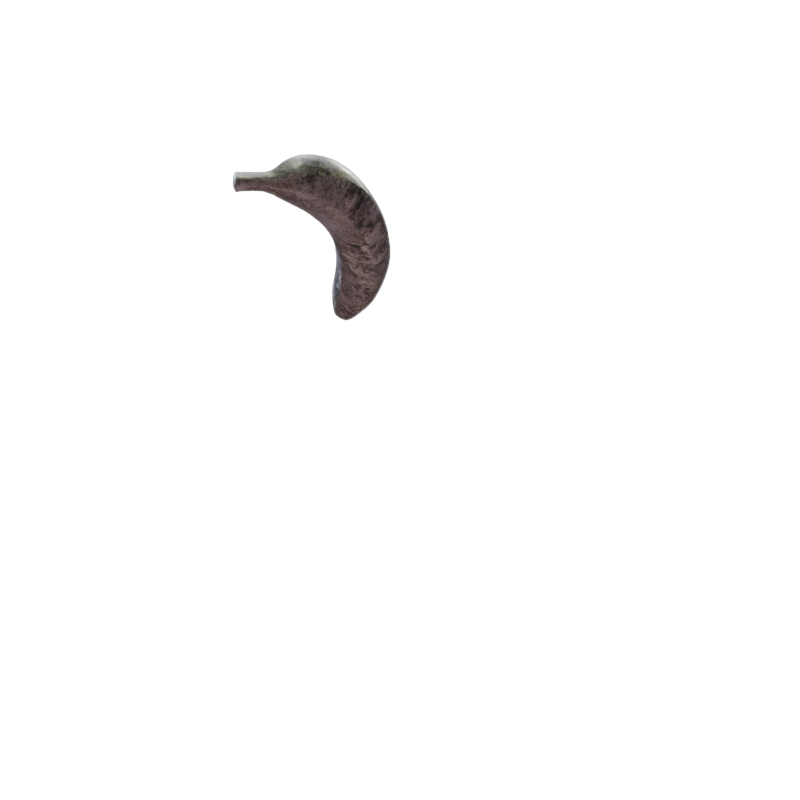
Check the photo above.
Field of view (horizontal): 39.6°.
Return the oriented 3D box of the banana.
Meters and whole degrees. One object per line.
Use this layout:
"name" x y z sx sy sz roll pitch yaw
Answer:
"banana" -0.042 -0.112 0.742 0.070 0.039 0.183 -9 -28 16
